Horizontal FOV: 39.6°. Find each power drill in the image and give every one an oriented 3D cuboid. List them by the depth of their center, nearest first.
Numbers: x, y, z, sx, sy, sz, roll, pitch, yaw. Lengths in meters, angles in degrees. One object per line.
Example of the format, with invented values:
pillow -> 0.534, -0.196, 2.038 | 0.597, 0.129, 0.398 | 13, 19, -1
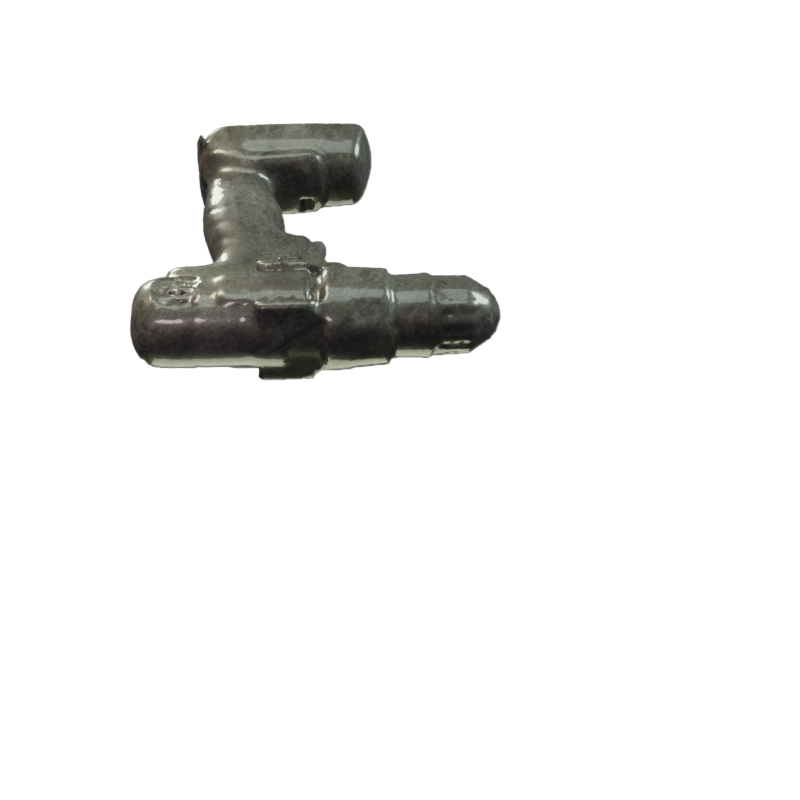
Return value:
power drill -> -0.048, -0.087, 0.612 | 0.184, 0.054, 0.201 | -1, 38, -2
